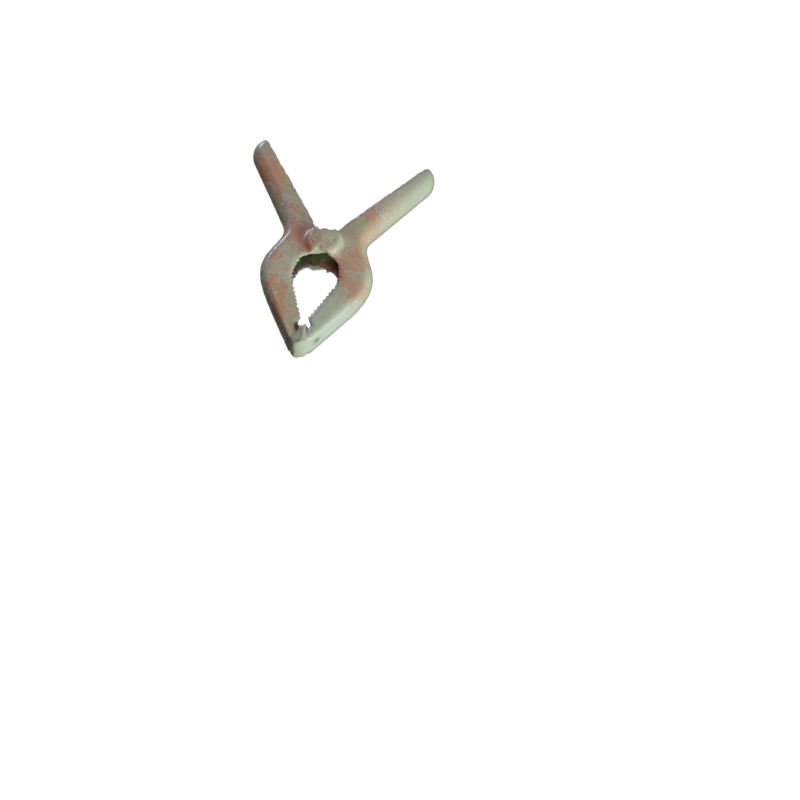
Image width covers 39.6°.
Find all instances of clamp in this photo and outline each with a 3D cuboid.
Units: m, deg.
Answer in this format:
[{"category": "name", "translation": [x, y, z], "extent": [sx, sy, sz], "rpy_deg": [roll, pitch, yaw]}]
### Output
[{"category": "clamp", "translation": [-0.075, -0.136, 0.953], "extent": [0.168, 0.220, 0.034], "rpy_deg": [15, -31, 9]}]
